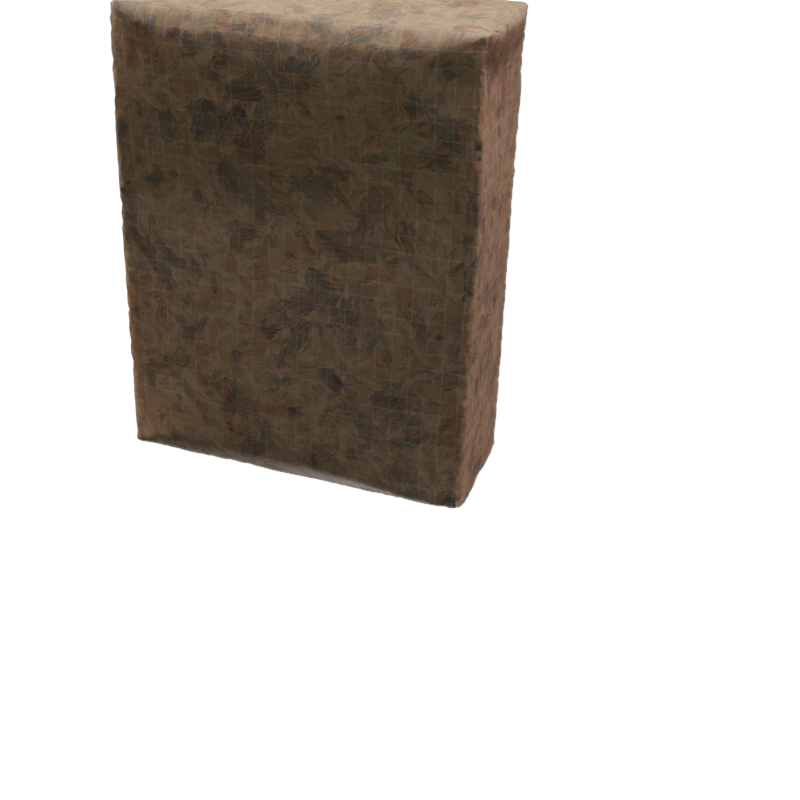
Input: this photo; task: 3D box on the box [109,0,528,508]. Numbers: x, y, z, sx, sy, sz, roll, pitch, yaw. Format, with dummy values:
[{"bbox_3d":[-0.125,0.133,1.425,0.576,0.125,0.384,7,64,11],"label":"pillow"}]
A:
[{"bbox_3d":[-0.038,-0.070,0.490,0.169,0.203,0.073,11,27,19],"label":"box"}]
